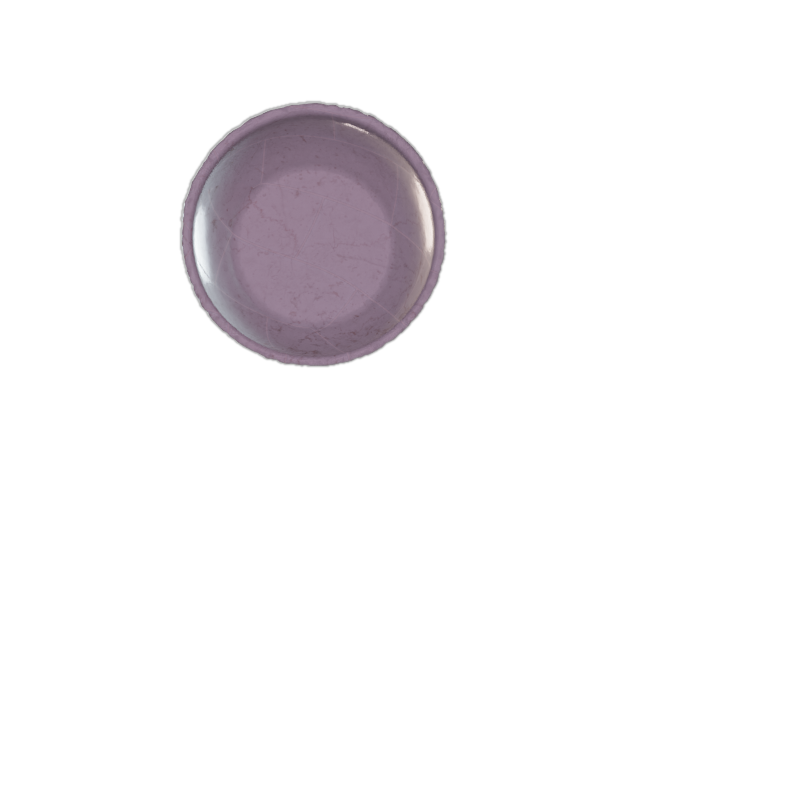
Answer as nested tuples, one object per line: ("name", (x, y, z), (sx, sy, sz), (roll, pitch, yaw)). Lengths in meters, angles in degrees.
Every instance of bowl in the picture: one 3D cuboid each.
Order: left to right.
("bowl", (-0.051, -0.093, 0.649), (0.162, 0.159, 0.056), (0, 8, -1))
